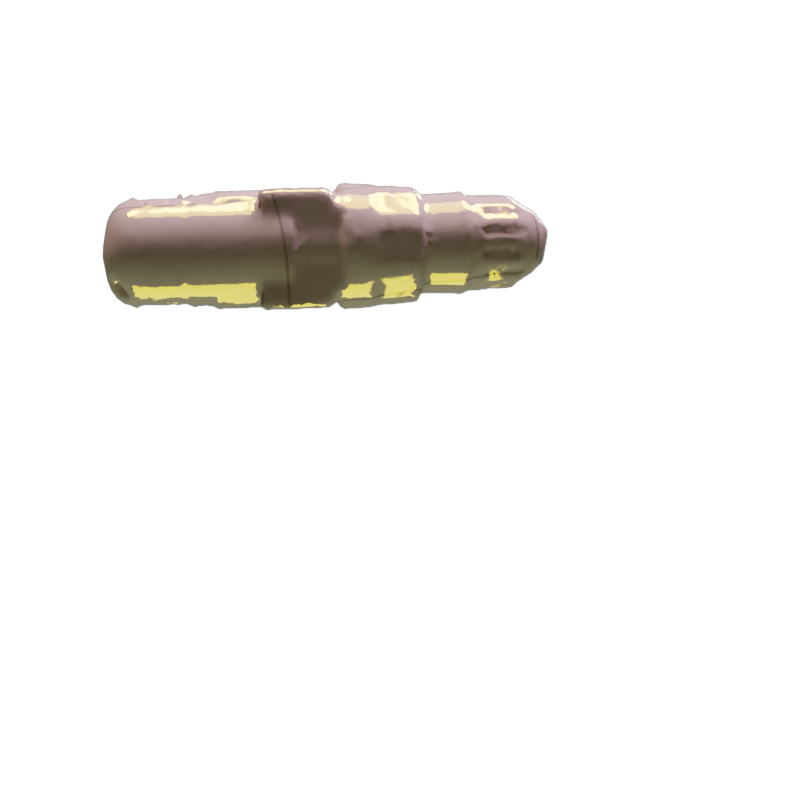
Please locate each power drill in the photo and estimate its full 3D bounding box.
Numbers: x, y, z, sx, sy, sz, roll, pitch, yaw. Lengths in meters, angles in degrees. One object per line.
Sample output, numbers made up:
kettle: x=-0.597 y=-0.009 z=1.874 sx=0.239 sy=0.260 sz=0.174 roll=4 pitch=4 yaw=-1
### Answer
power drill: x=-0.042 y=-0.076 z=0.530 sx=0.183 sy=0.057 sz=0.191 roll=-1 pitch=7 yaw=-7
